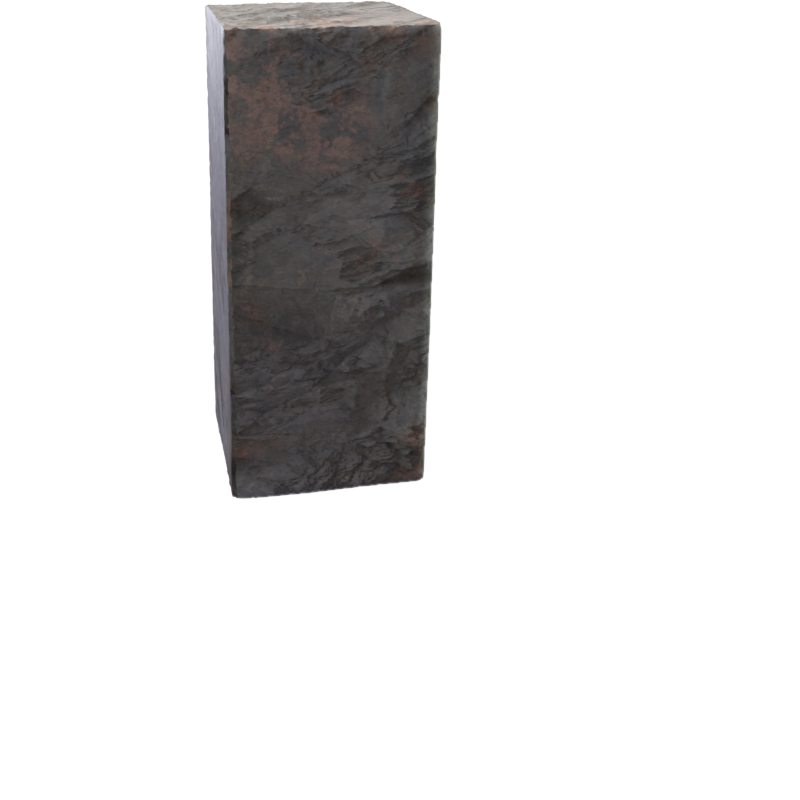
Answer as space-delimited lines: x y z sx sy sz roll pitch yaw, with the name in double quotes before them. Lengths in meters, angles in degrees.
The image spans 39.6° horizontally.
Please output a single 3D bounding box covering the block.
"block" -0.039 -0.072 0.505 0.089 0.198 0.096 -3 20 -13
